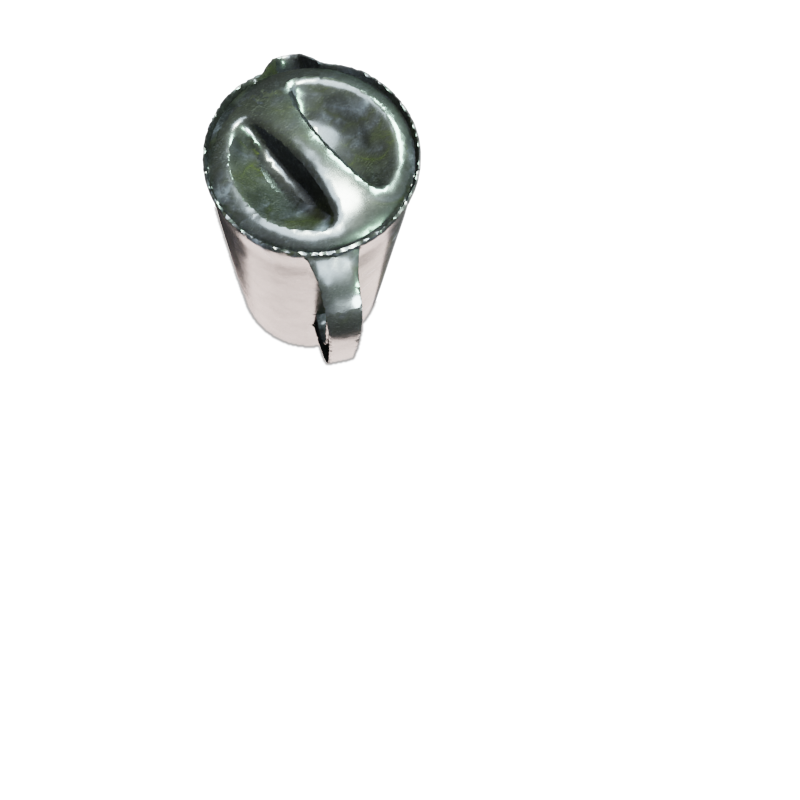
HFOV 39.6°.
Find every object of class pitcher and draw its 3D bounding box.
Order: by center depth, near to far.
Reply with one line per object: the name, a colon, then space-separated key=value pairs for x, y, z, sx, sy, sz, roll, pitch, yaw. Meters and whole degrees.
pitcher: x=-0.061 y=-0.111 z=0.776 sx=0.148 sy=0.152 sz=0.233 roll=31 pitch=-16 yaw=6
